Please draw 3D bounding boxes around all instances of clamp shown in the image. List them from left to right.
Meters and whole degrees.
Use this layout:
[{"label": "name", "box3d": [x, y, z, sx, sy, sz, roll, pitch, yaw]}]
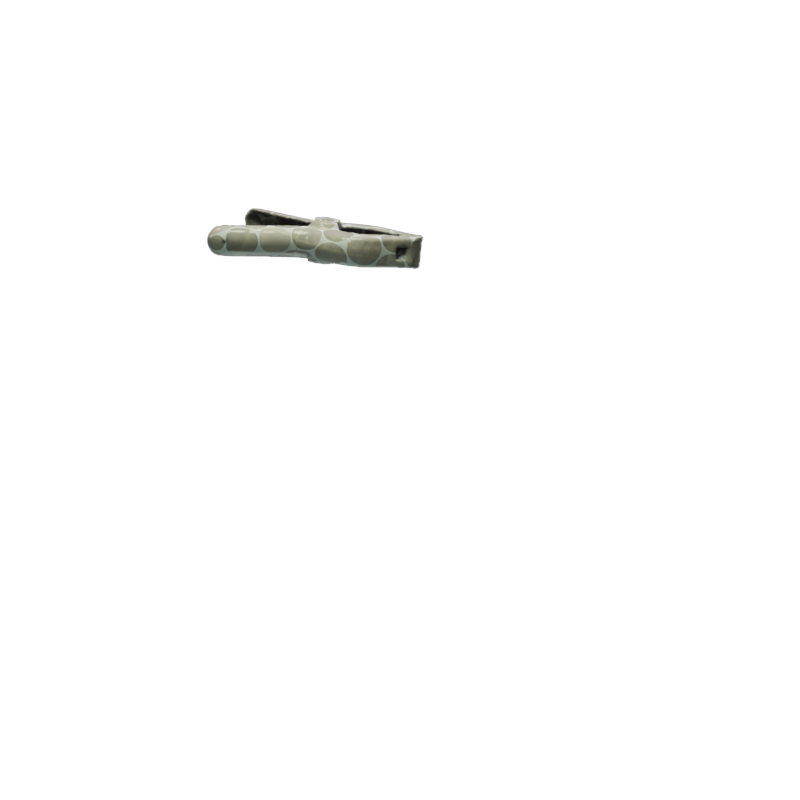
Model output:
[{"label": "clamp", "box3d": [-0.071, -0.130, 0.912, 0.177, 0.038, 0.122, 8, 24, 19]}]
